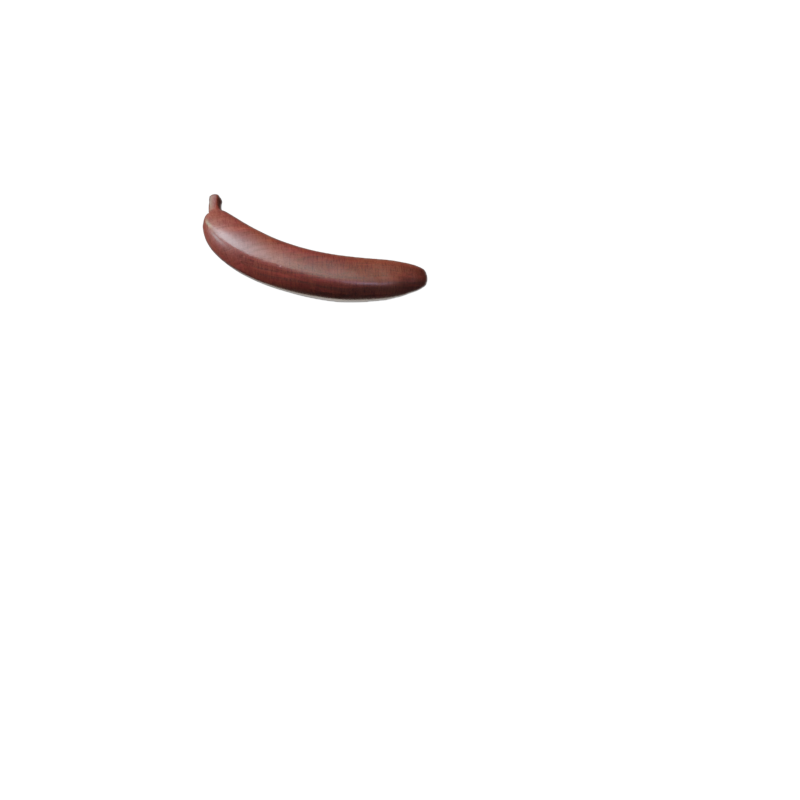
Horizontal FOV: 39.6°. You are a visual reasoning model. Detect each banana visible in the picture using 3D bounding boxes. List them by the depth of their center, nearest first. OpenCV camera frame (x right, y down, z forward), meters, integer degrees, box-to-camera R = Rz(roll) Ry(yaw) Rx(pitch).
[{"bbox_3d":[-0.080,-0.113,0.868,0.205,0.072,0.034,23,-33,16],"label":"banana"}]
